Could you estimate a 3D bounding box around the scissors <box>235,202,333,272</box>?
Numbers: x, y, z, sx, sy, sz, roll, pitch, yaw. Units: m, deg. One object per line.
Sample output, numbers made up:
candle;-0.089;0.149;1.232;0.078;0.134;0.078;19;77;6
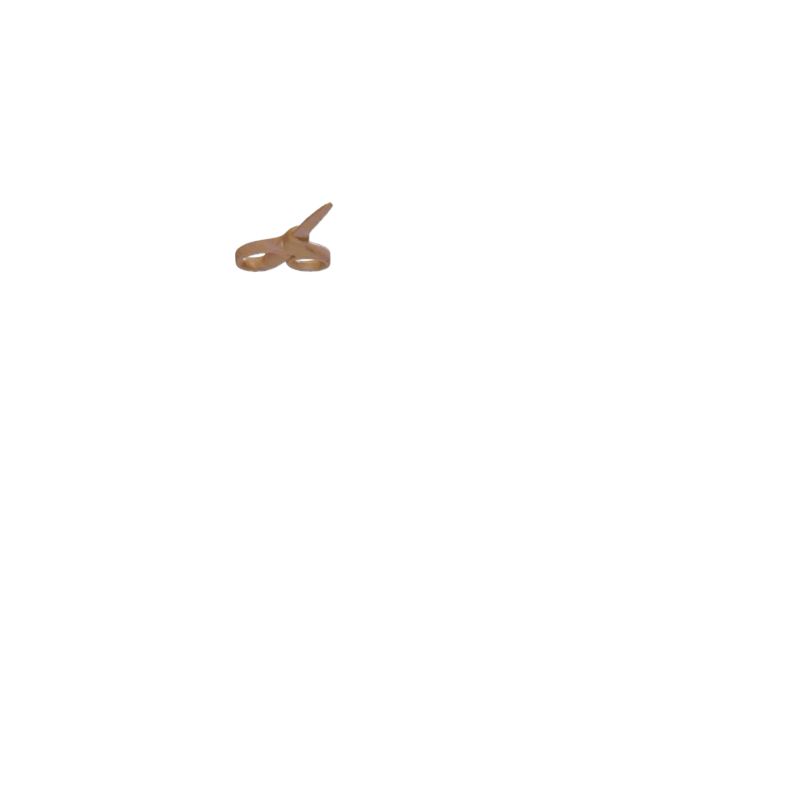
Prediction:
scissors;-0.075;-0.138;0.964;0.092;0.016;0.205;5;-9;-34
